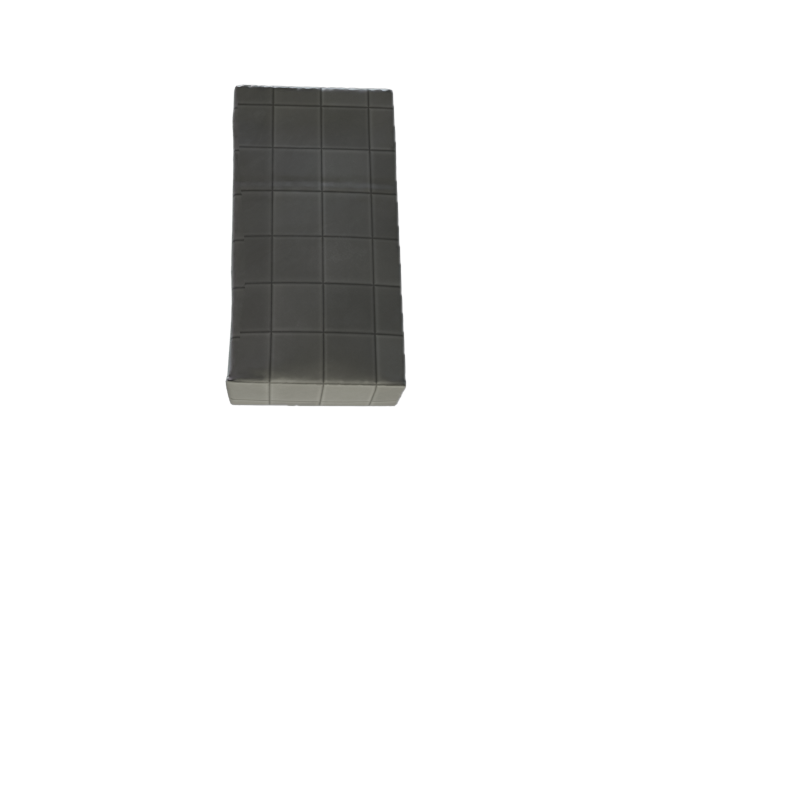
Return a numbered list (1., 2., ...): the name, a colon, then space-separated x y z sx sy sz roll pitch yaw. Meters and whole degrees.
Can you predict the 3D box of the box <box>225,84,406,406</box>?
1. box: -0.048 -0.087 0.611 0.093 0.186 0.046 0 -23 -5
